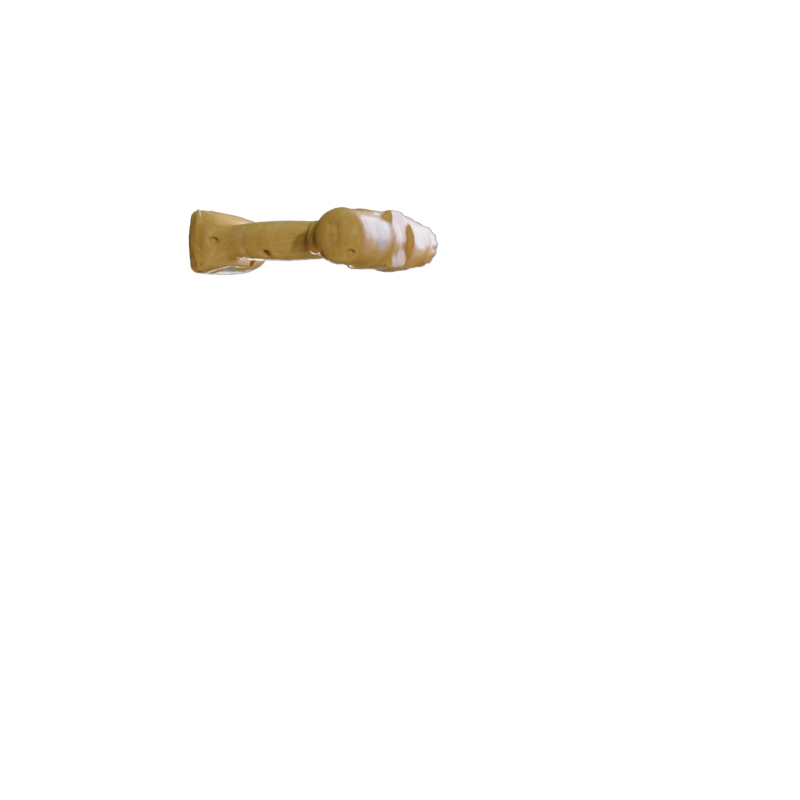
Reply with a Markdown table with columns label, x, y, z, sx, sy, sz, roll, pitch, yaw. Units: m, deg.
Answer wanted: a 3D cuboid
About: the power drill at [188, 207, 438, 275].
| label | x | y | z | sx | sy | sz | roll | pitch | yaw |
| --- | --- | --- | --- | --- | --- | --- | --- | --- | --- |
| power drill | -0.077 | -0.140 | 0.978 | 0.193 | 0.058 | 0.178 | 1 | 2 | 26 |
